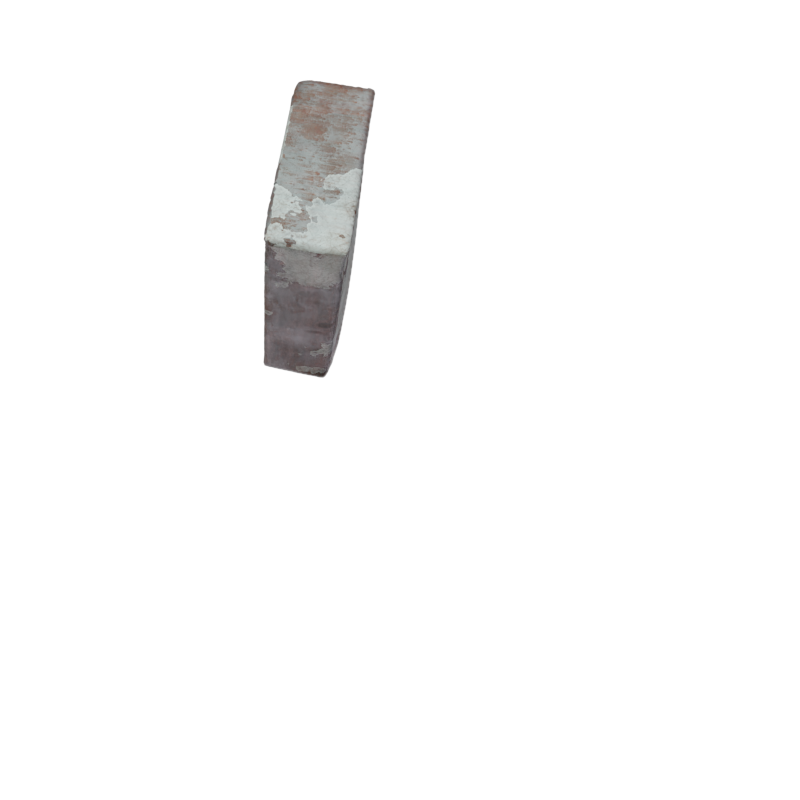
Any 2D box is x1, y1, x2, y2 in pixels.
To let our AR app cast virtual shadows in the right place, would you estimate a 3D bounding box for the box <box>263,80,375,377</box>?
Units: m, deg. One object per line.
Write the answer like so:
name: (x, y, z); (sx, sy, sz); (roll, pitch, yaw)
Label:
box: (-0.047, -0.085, 0.595); (0.048, 0.098, 0.168); (9, -21, -1)
